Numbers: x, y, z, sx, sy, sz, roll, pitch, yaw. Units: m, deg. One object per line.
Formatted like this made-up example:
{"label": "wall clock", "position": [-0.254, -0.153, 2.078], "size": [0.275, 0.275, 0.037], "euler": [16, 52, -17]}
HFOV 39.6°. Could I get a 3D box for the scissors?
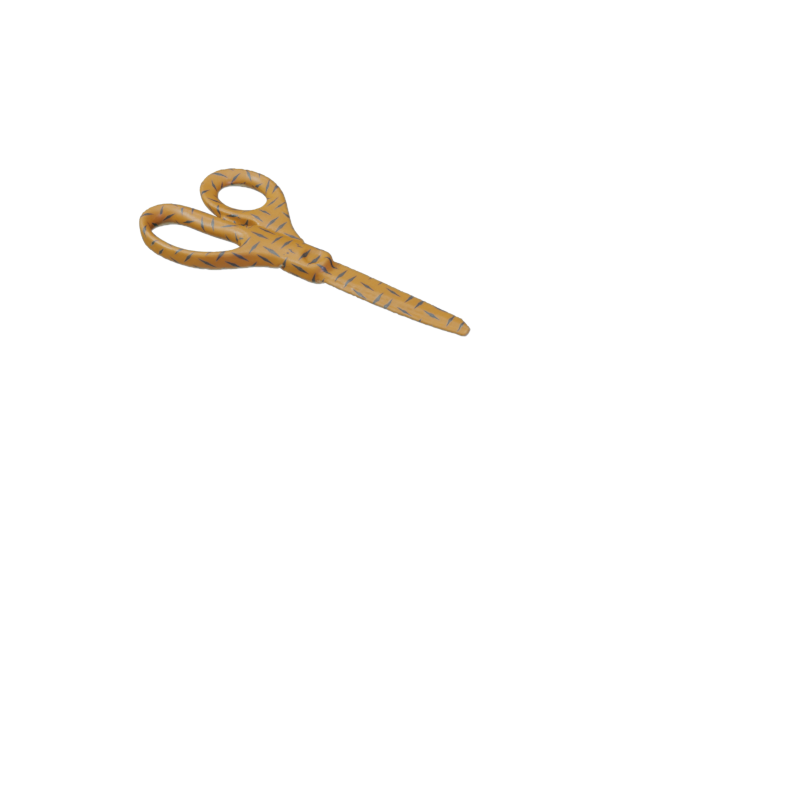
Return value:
{"label": "scissors", "position": [-0.050, -0.091, 0.634], "size": [0.207, 0.015, 0.101], "euler": [13, 45, 13]}
